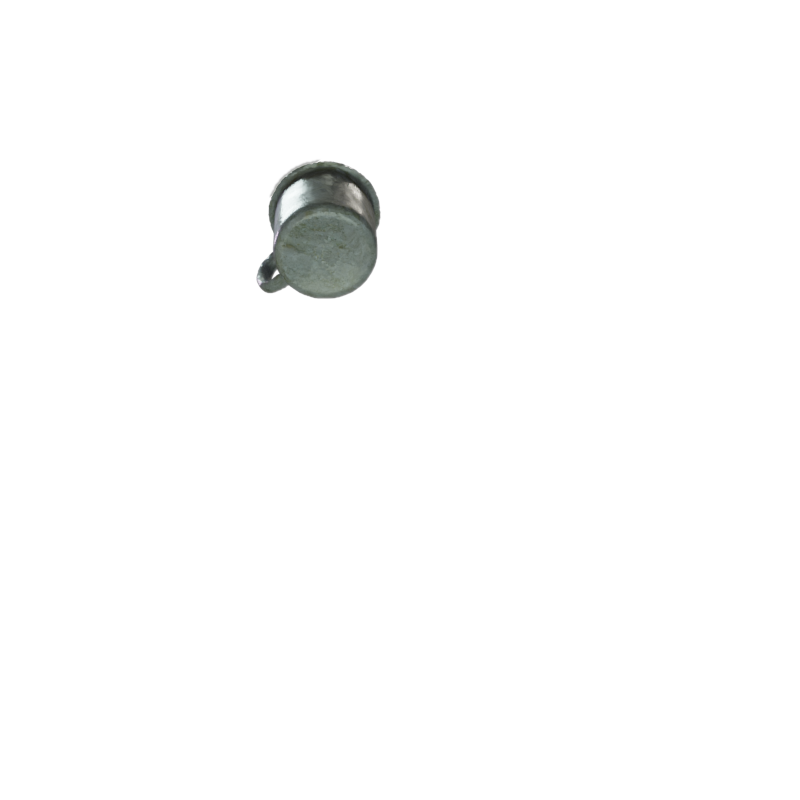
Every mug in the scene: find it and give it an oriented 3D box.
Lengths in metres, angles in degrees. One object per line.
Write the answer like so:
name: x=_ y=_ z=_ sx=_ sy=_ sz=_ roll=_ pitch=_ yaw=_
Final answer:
mug: x=-0.070 y=-0.127 z=0.890 sx=0.116 sy=0.088 sz=0.086 roll=-34 pitch=25 yaw=16
